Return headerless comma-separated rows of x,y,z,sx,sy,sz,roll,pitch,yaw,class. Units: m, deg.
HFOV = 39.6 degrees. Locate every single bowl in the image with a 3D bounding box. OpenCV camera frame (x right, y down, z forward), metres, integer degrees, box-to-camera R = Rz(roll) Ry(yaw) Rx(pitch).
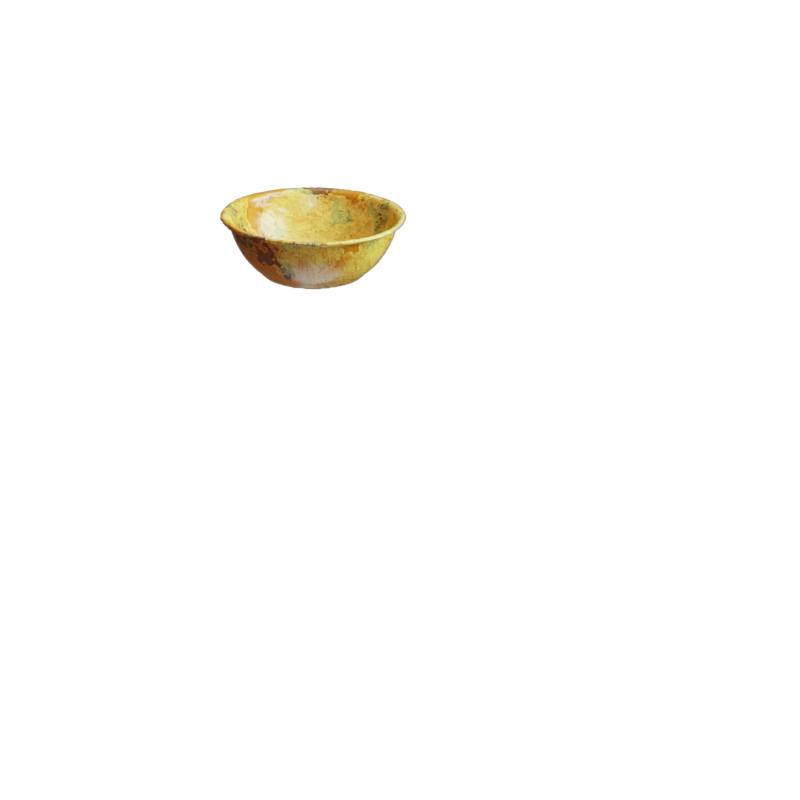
-0.076,-0.139,0.972,0.162,0.052,0.171,-1,25,-2,bowl
